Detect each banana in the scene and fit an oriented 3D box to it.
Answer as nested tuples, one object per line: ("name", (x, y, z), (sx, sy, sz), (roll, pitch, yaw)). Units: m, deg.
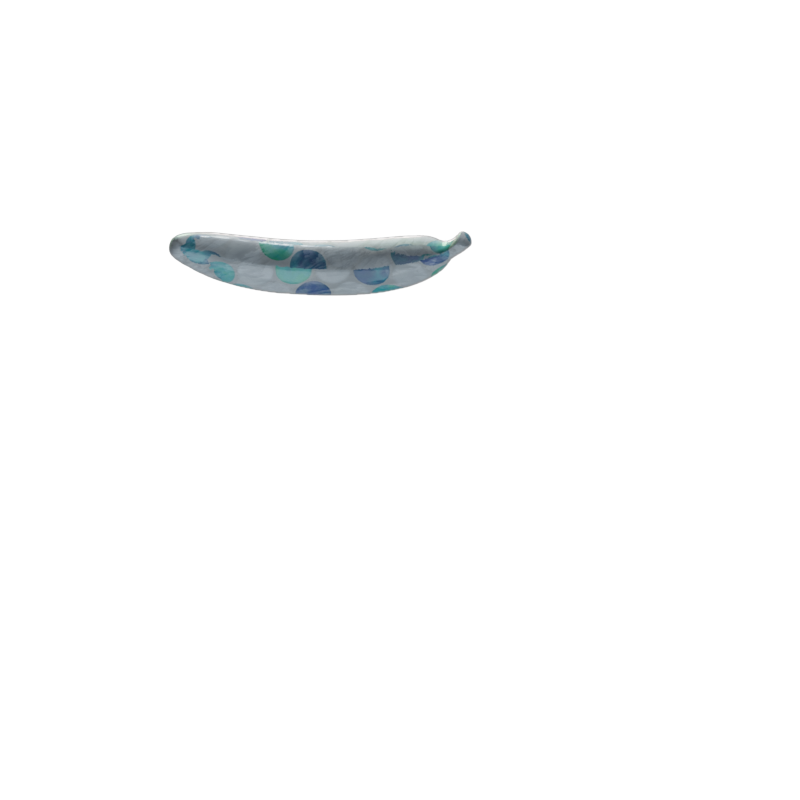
("banana", (-0.053, -0.097, 0.750), (0.198, 0.039, 0.065), (-2, -29, 3))
